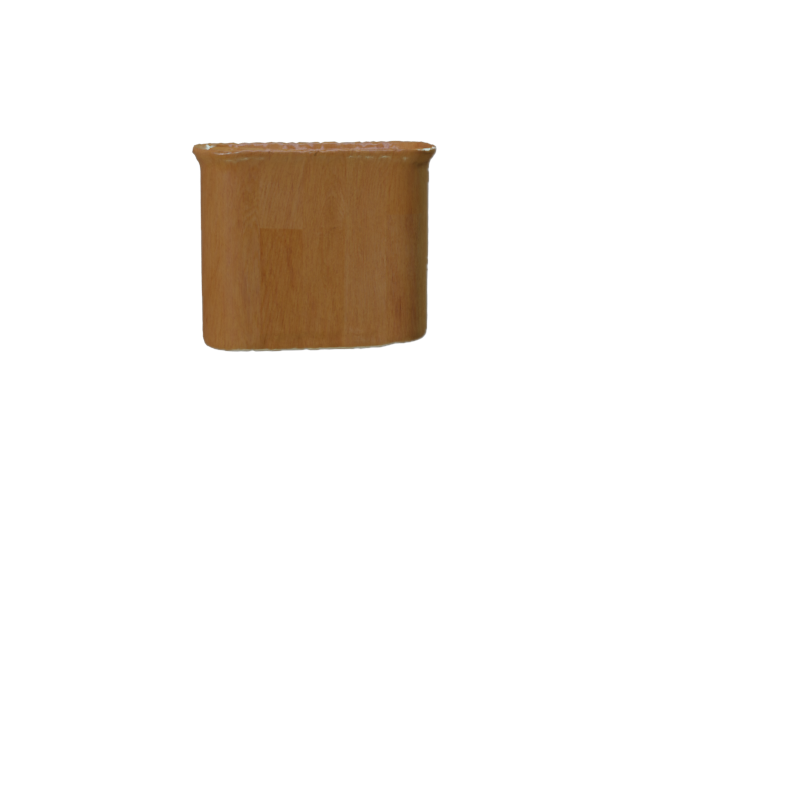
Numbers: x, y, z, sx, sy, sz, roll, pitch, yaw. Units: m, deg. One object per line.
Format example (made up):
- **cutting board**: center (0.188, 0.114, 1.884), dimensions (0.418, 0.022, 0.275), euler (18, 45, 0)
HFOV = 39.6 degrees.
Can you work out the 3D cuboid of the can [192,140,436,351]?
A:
- **can**: center (-0.037, -0.068, 0.477), dimensions (0.101, 0.082, 0.059), euler (-1, 11, -6)
